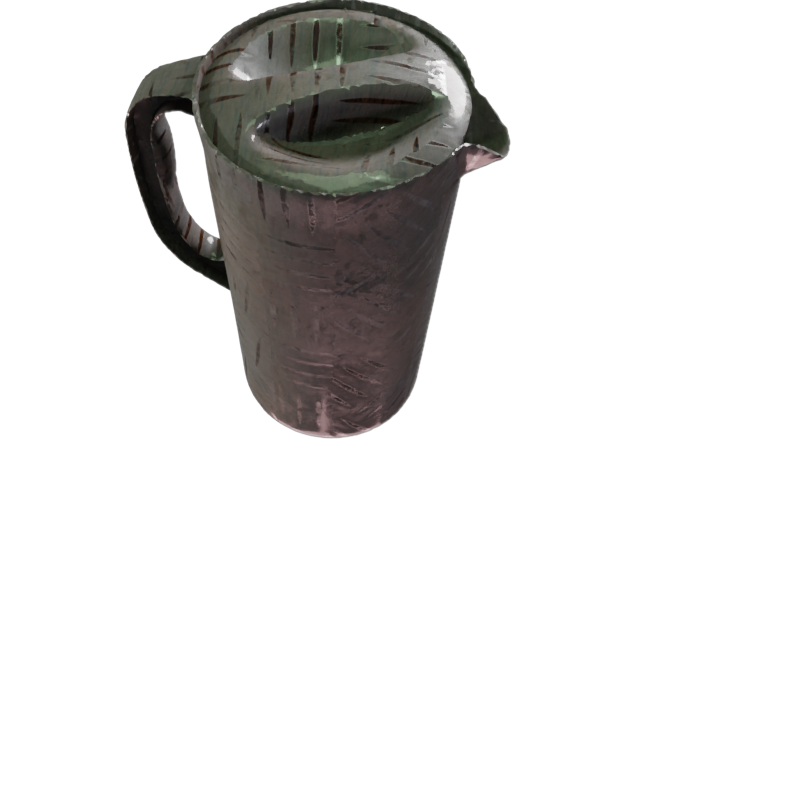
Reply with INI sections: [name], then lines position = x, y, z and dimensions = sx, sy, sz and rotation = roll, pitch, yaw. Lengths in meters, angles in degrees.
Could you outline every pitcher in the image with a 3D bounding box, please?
[pitcher]
position = -0.047, -0.086, 0.601
dimensions = 0.145, 0.160, 0.227
rotation = -28, -29, -21
